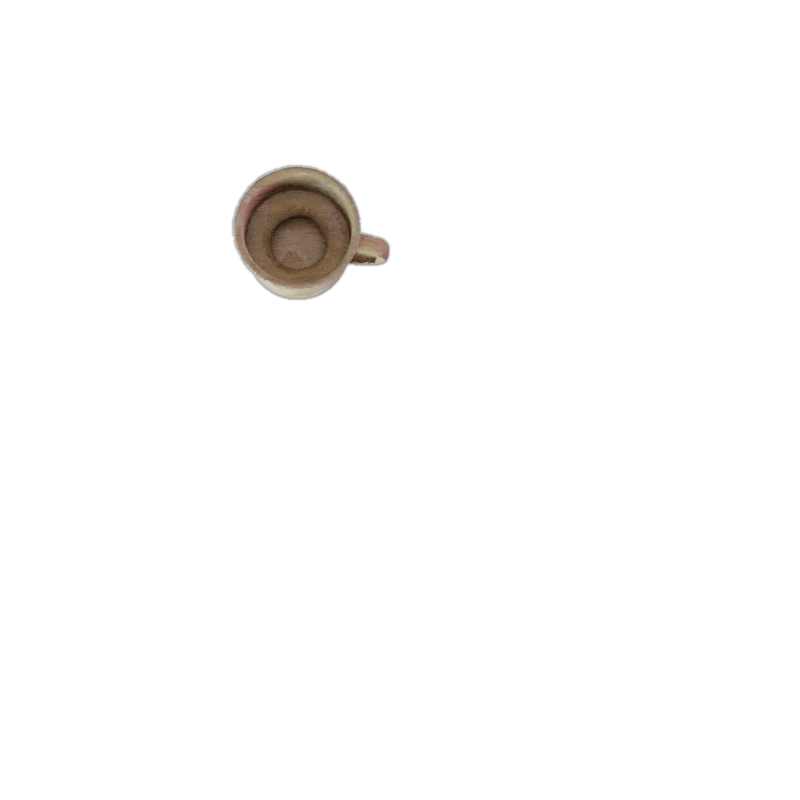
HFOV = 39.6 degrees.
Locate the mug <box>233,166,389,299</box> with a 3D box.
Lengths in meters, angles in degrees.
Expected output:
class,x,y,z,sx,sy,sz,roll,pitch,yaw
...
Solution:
class,x,y,z,sx,sy,sz,roll,pitch,yaw
mug,-0.066,-0.121,0.846,0.117,0.096,0.079,7,-10,0
